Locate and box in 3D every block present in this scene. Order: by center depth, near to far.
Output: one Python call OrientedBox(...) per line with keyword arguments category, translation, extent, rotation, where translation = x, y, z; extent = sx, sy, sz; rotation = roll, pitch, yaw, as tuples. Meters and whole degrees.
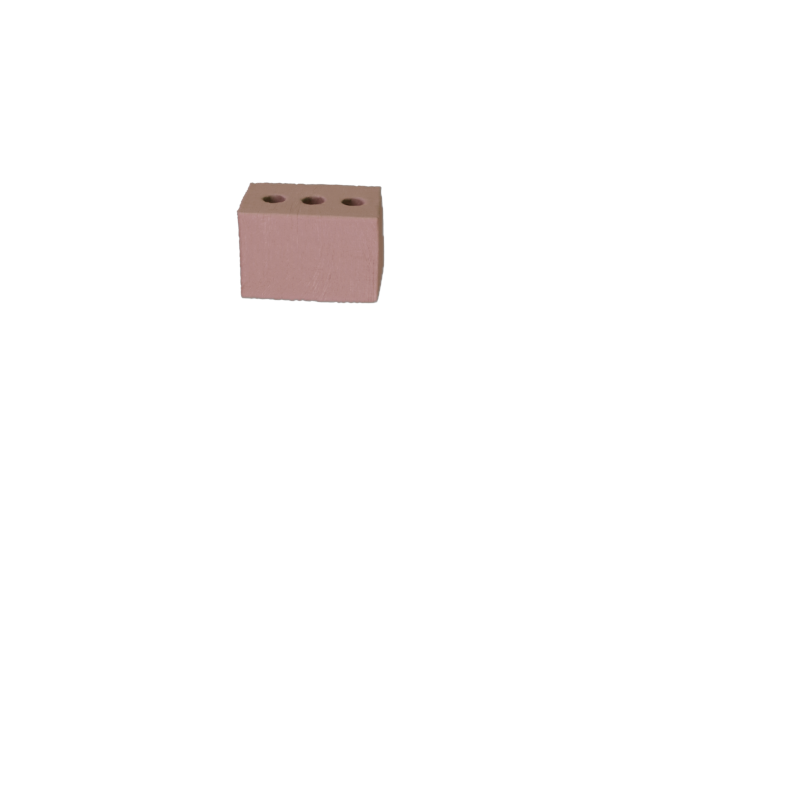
OrientedBox(category="block", translation=(-0.048, -0.088, 0.616), extent=(0.078, 0.049, 0.055), rotation=(2, 25, 3))
